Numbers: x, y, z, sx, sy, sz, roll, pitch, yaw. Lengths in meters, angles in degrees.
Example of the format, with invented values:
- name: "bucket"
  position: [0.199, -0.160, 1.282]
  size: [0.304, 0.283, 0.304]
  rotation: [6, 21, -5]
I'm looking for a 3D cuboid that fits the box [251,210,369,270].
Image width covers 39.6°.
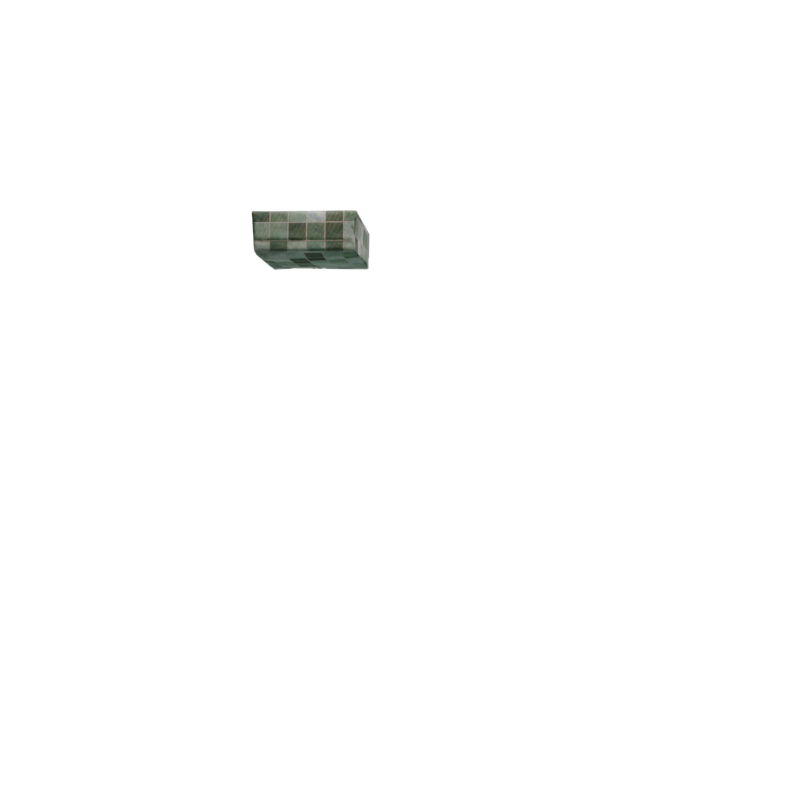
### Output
- name: "box"
  position: [-0.076, -0.138, 0.968]
  size: [0.091, 0.039, 0.111]
  rotation: [0, -1, 6]
